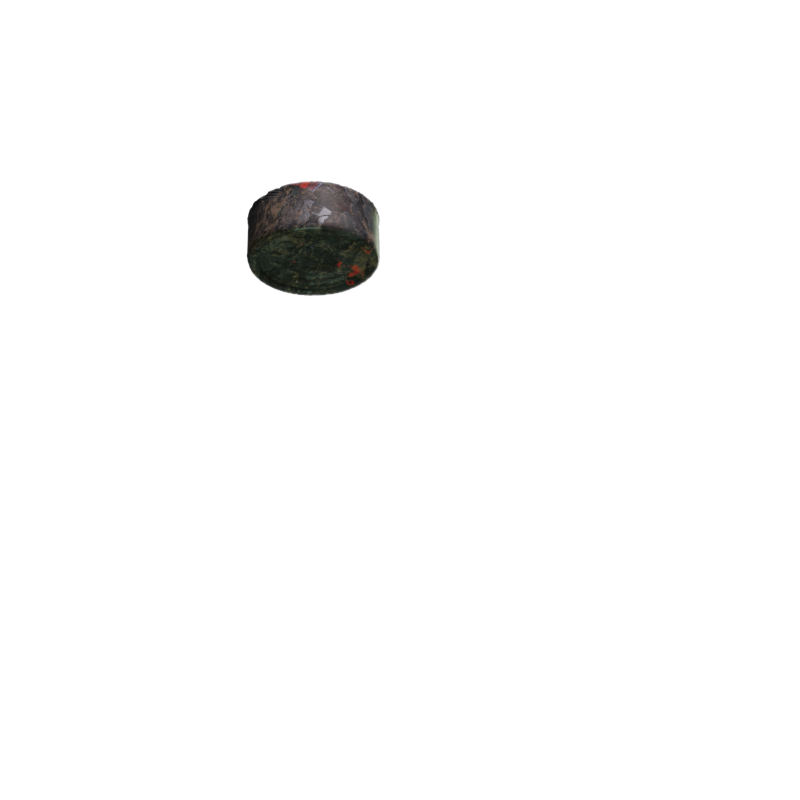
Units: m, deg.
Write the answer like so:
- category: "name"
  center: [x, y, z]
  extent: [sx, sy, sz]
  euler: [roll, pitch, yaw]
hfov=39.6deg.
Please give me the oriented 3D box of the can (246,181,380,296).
- category: "can"
  center: [-0.056, -0.101, 0.710]
  extent: [0.086, 0.036, 0.081]
  euler: [1, -28, -2]
